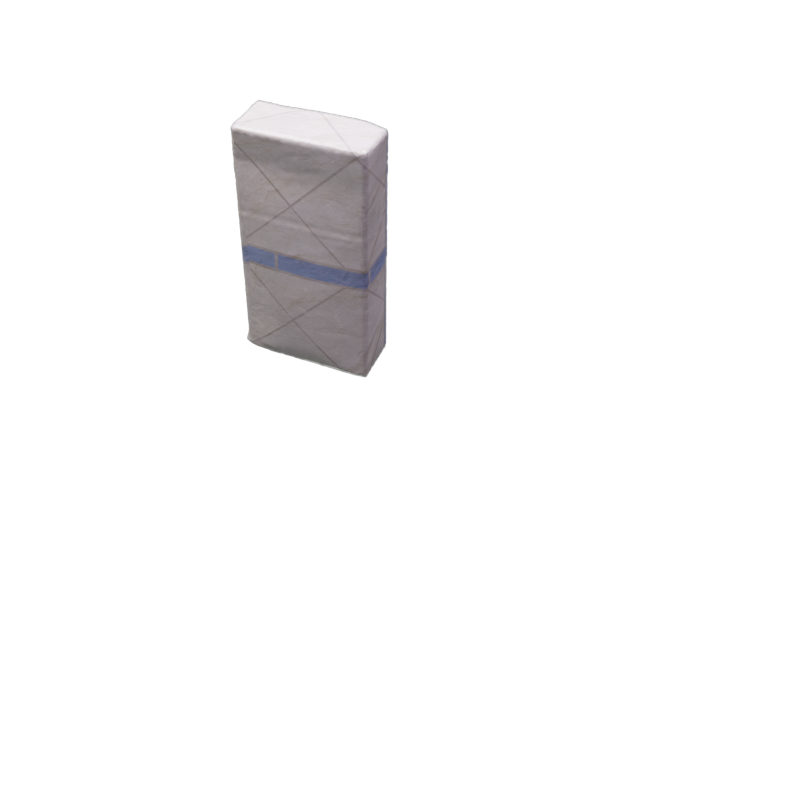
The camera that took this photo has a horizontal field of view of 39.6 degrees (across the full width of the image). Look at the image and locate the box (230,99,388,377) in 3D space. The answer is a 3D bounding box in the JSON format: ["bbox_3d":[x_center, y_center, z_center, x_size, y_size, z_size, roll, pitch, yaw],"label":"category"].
[{"bbox_3d":[-0.056,-0.104,0.724,0.097,0.165,0.049,17,38,18],"label":"box"}]
